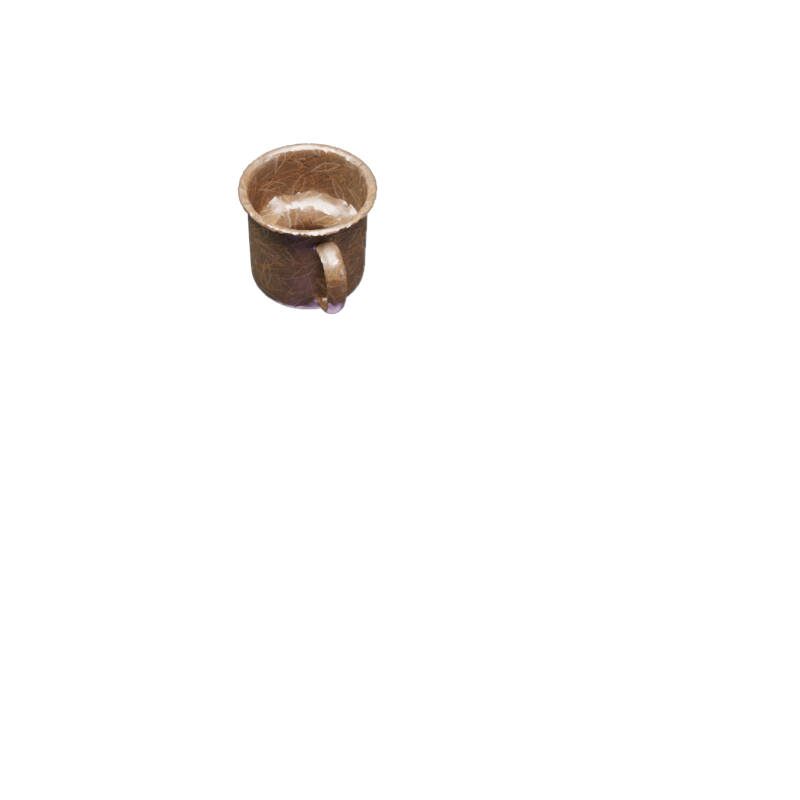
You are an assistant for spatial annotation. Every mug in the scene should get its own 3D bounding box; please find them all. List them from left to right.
[{"bbox_3d":[-0.059,-0.108,0.758,0.092,0.127,0.076,-15,-40,-15],"label":"mug"}]
